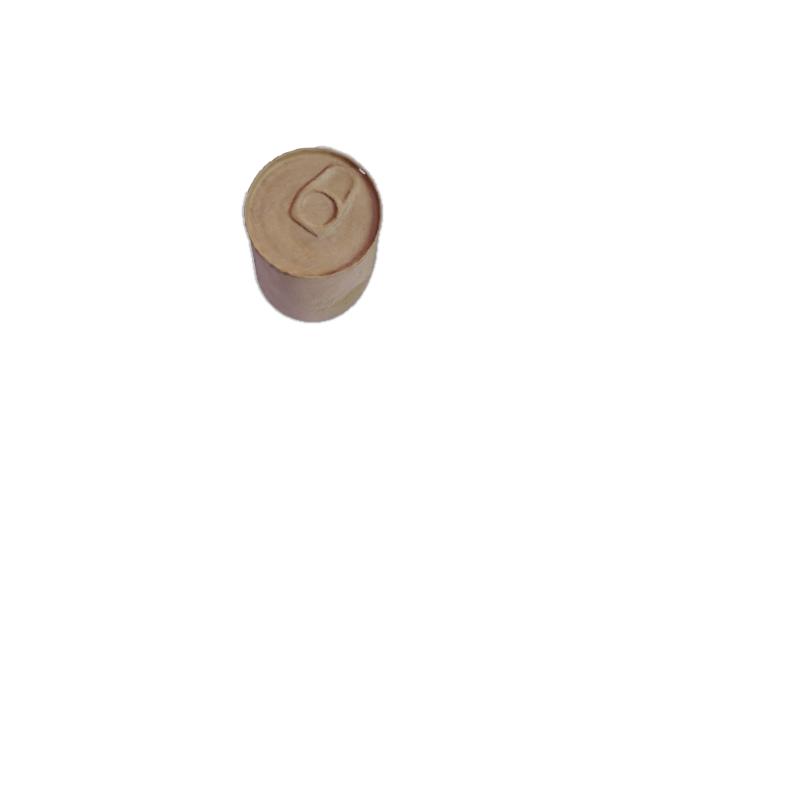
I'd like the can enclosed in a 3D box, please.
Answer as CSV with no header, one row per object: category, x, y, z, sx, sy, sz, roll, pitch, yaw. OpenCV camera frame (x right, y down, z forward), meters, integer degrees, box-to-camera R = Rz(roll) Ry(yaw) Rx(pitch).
can,-0.046,-0.084,0.588,0.068,0.071,0.099,0,-12,-3
